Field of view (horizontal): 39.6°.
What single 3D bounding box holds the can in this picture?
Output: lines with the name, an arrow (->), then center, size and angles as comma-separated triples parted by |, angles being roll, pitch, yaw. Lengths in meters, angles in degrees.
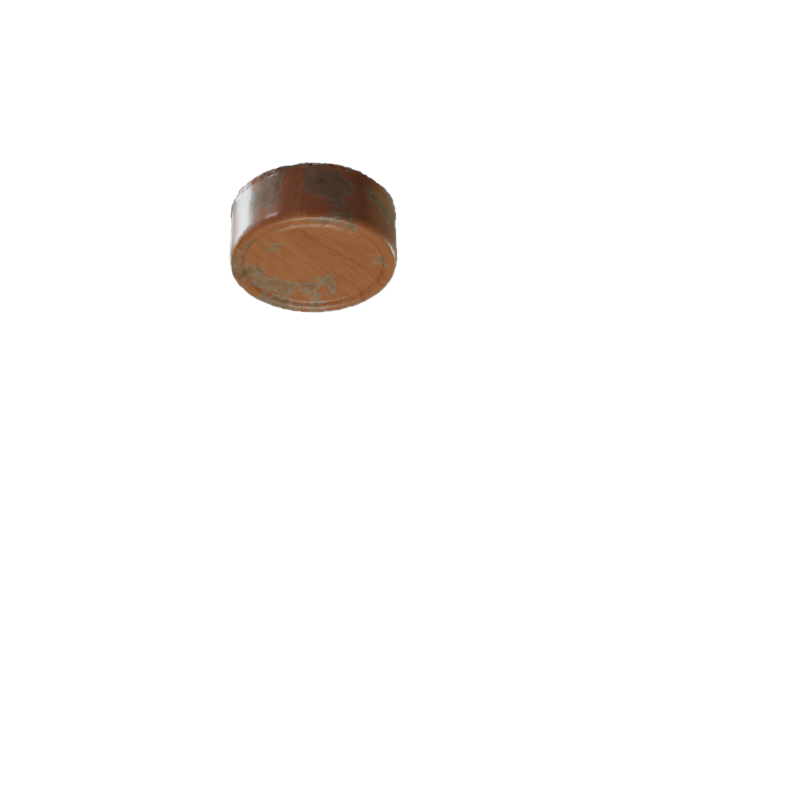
can -> -0.044, -0.081, 0.565 | 0.086, 0.036, 0.080 | 1, -32, -2
